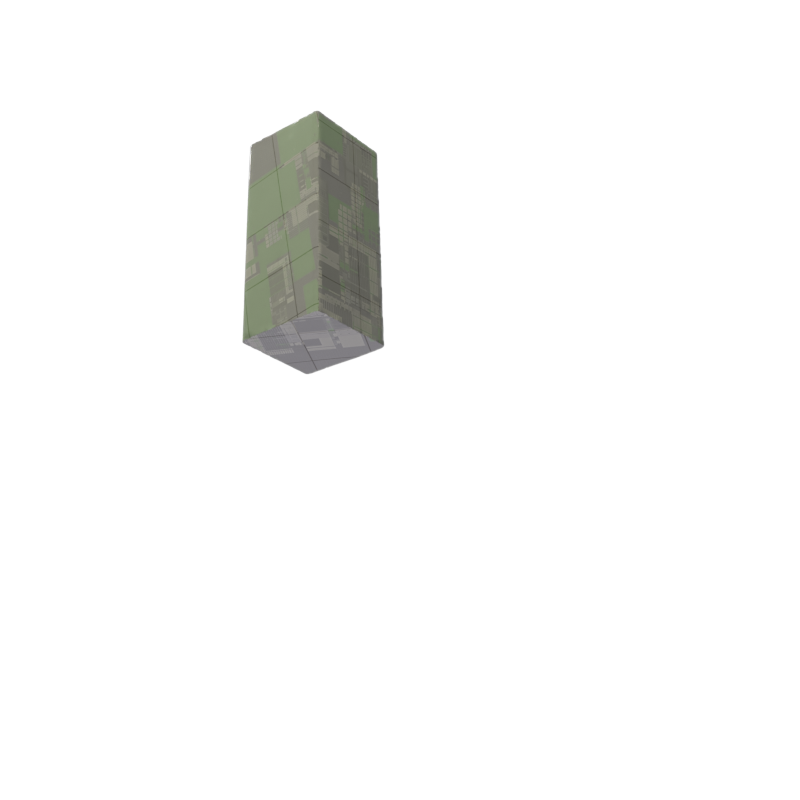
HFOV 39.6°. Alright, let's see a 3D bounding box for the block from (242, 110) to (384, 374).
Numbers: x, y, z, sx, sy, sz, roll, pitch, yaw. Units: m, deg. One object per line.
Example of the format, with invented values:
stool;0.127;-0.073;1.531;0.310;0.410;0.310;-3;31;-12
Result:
block;-0.078;-0.142;0.998;0.091;0.219;0.084;-23;-35;32
